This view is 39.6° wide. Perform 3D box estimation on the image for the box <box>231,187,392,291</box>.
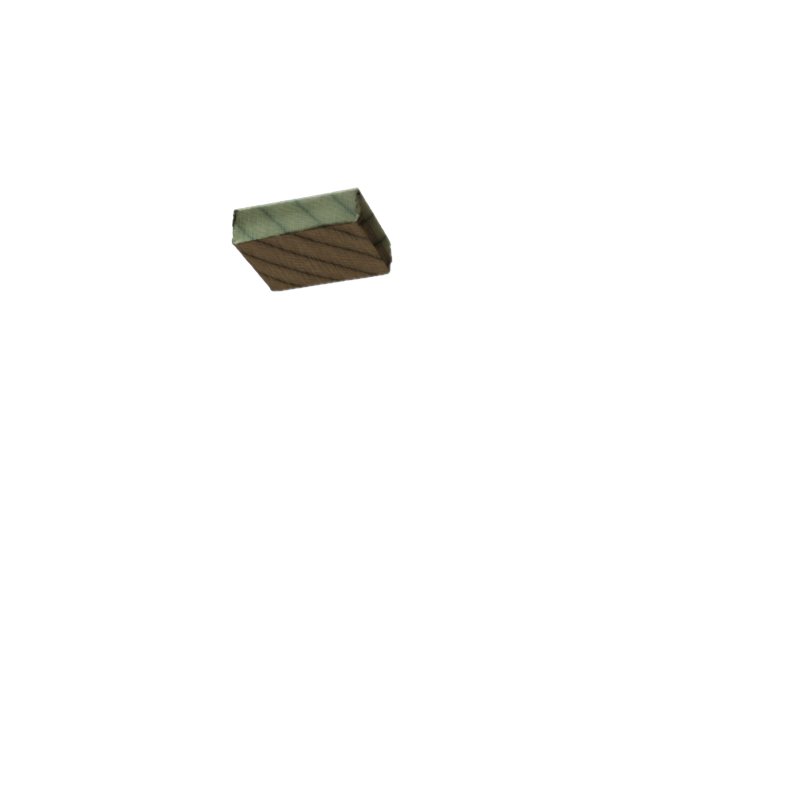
[{"bbox_3d":[-0.073,-0.133,0.930,0.115,0.041,0.083,-9,-28,16],"label":"box"}]
